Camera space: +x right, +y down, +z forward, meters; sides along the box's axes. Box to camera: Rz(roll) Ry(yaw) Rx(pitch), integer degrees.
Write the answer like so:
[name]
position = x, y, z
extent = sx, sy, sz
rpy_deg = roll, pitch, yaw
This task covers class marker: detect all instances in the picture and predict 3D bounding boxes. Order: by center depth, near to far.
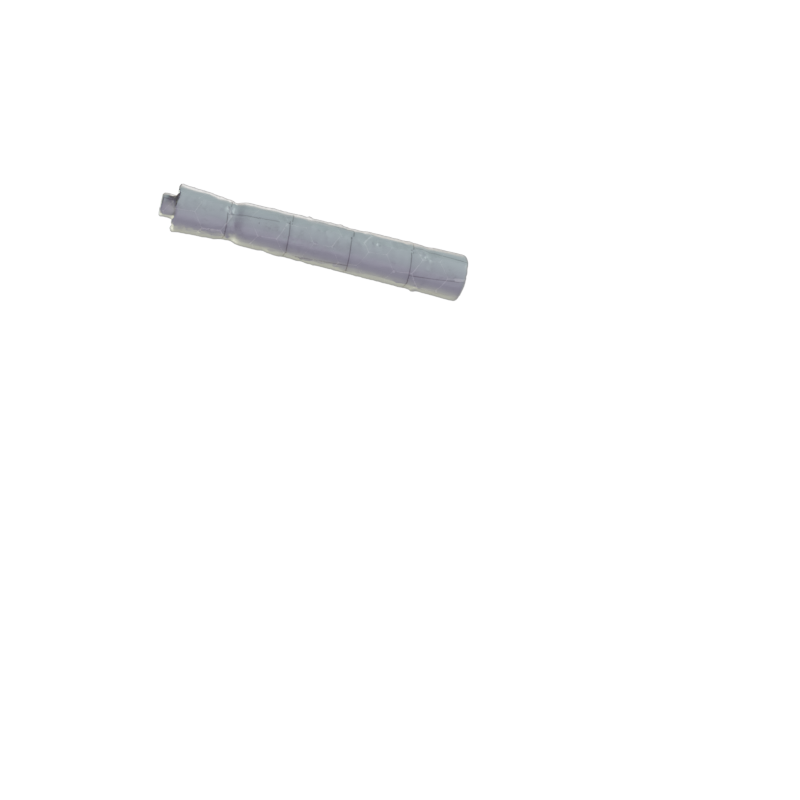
[marker]
position = -0.034, -0.061, 0.430
extent = 0.119, 0.020, 0.020
rpy_deg = 13, 2, -8
